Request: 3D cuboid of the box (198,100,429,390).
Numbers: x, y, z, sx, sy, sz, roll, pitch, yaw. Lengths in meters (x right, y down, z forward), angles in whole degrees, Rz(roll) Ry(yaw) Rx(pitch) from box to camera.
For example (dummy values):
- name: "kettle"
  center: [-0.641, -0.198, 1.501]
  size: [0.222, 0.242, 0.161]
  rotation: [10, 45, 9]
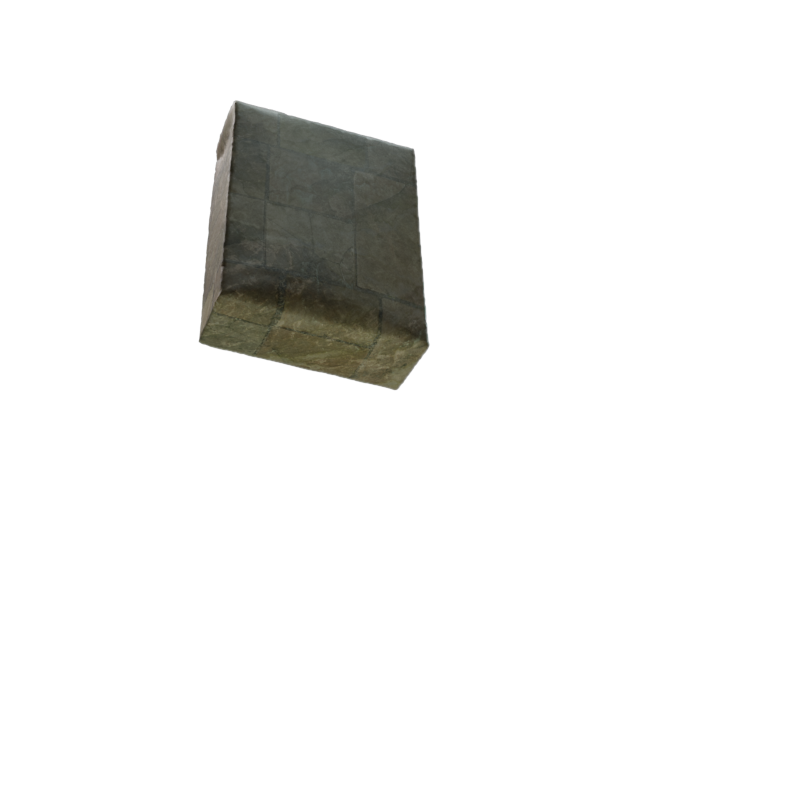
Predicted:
- name: "box"
  center: [-0.069, -0.126, 0.882]
  size: [0.159, 0.229, 0.069]
  rotation: [12, -42, -17]
